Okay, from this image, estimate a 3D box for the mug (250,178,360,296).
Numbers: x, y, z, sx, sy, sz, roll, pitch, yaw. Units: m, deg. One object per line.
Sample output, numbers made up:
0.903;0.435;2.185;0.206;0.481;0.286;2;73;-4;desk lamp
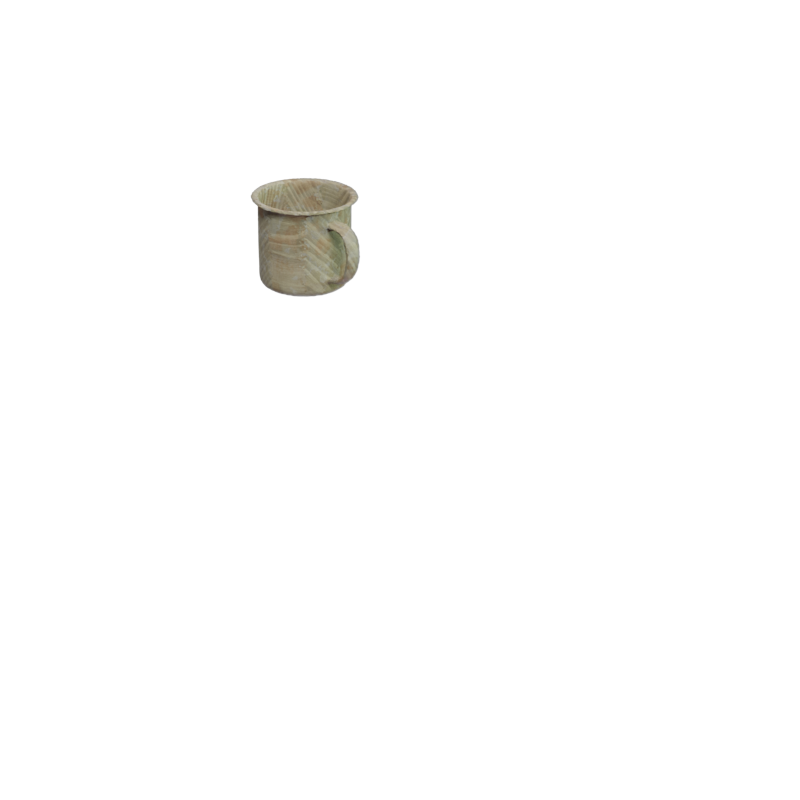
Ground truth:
-0.076;-0.138;0.968;0.092;0.077;0.125;-21;34;-37;mug
